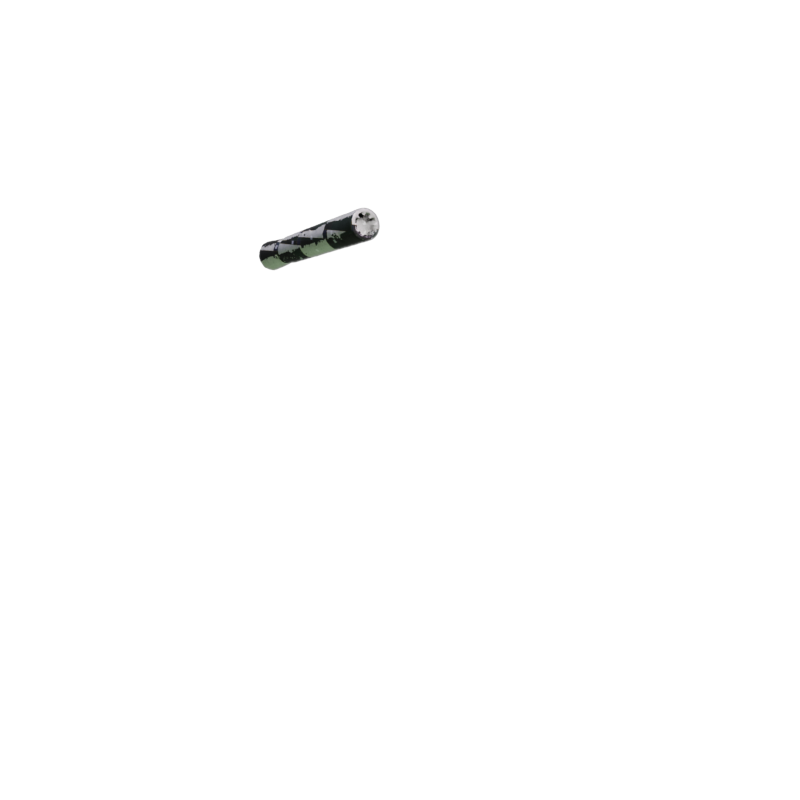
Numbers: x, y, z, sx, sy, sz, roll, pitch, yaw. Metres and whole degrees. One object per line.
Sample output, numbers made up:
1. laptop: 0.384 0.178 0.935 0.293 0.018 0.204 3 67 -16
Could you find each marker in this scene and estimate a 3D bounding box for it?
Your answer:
1. marker: -0.052 -0.094 0.662 0.019 0.020 0.123 -2 -1 -32
